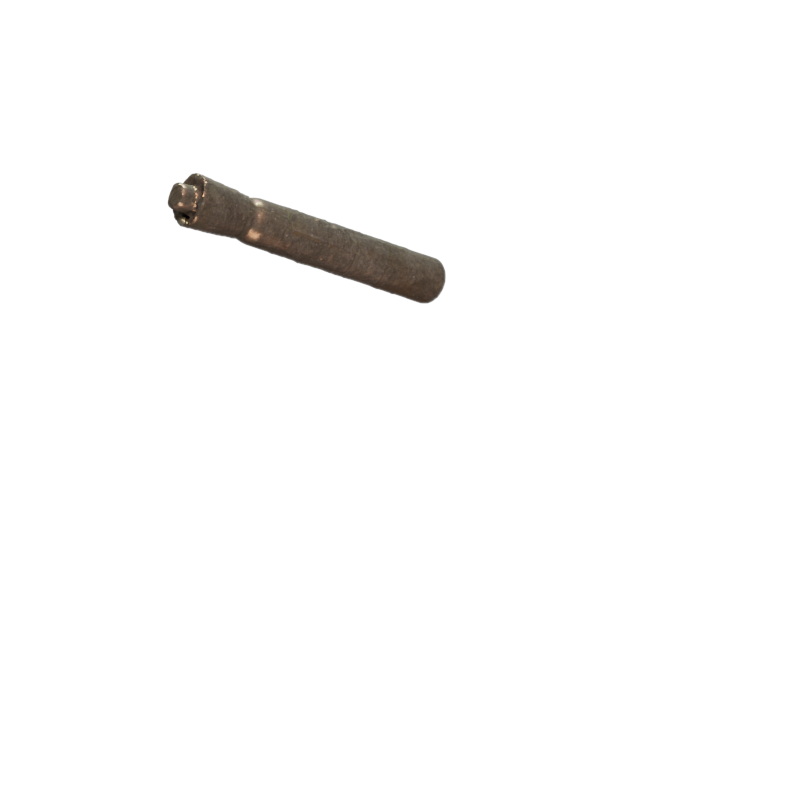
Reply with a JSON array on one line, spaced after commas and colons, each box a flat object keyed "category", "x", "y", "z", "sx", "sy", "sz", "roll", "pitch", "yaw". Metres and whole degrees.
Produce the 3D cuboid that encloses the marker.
[{"category": "marker", "x": -0.032, "y": -0.057, "z": 0.403, "sx": 0.114, "sy": 0.020, "sz": 0.021, "roll": 14, "pitch": -6, "yaw": -39}]
